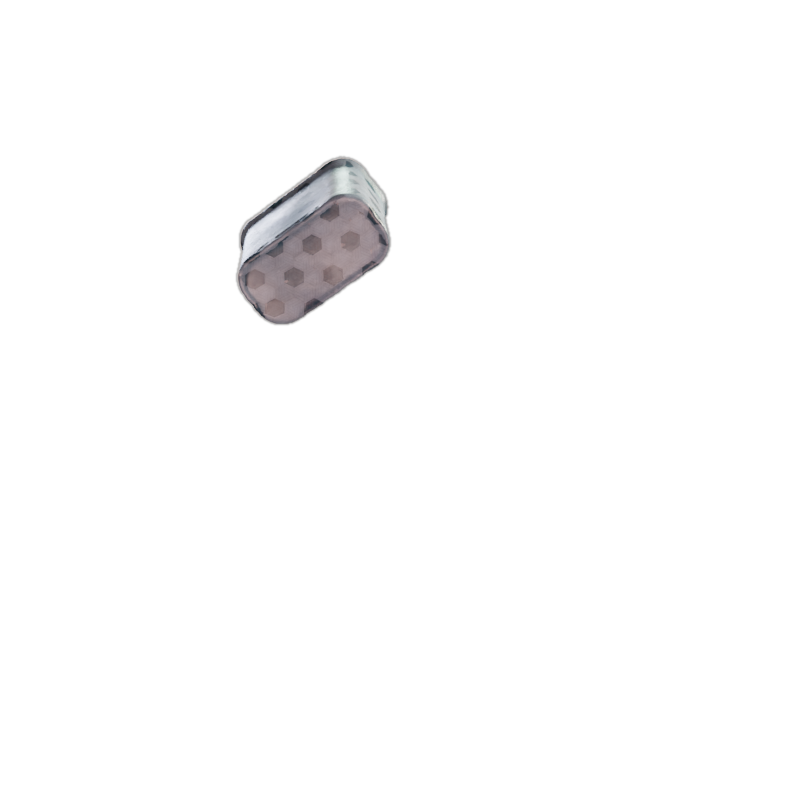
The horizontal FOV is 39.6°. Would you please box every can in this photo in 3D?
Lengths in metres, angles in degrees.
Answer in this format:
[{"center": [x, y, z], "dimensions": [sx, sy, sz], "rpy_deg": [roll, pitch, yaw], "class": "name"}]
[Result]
[{"center": [-0.056, -0.102, 0.712], "dimensions": [0.101, 0.055, 0.088], "rpy_deg": [-35, 20, 10], "class": "can"}]
